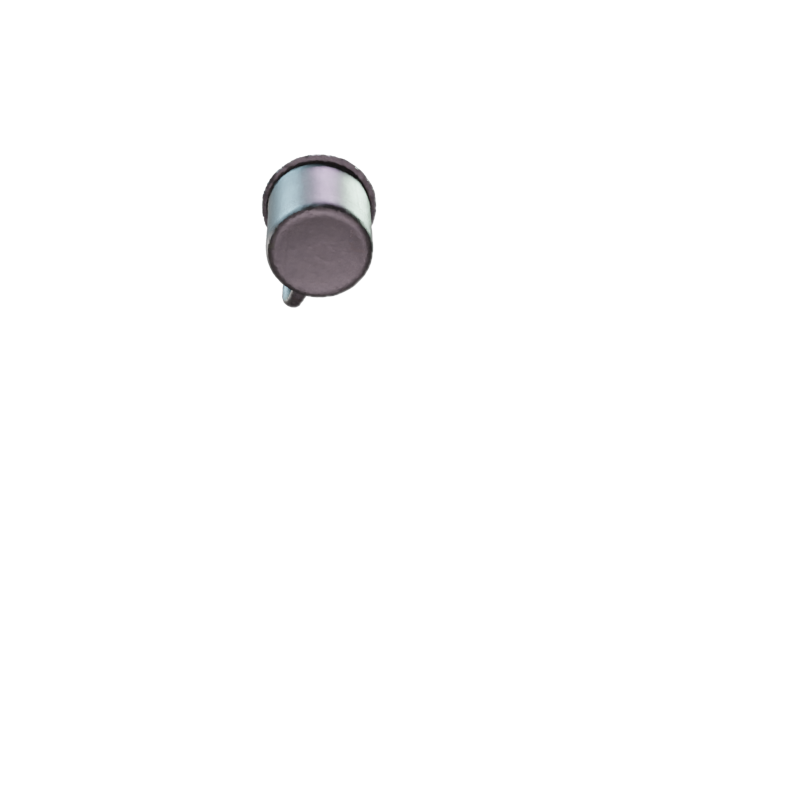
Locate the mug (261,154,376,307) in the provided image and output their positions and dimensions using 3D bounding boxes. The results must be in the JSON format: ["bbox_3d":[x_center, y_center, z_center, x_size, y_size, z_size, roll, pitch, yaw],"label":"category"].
[{"bbox_3d":[-0.068,-0.124,0.871,0.091,0.113,0.087,21,29,-14],"label":"mug"}]
